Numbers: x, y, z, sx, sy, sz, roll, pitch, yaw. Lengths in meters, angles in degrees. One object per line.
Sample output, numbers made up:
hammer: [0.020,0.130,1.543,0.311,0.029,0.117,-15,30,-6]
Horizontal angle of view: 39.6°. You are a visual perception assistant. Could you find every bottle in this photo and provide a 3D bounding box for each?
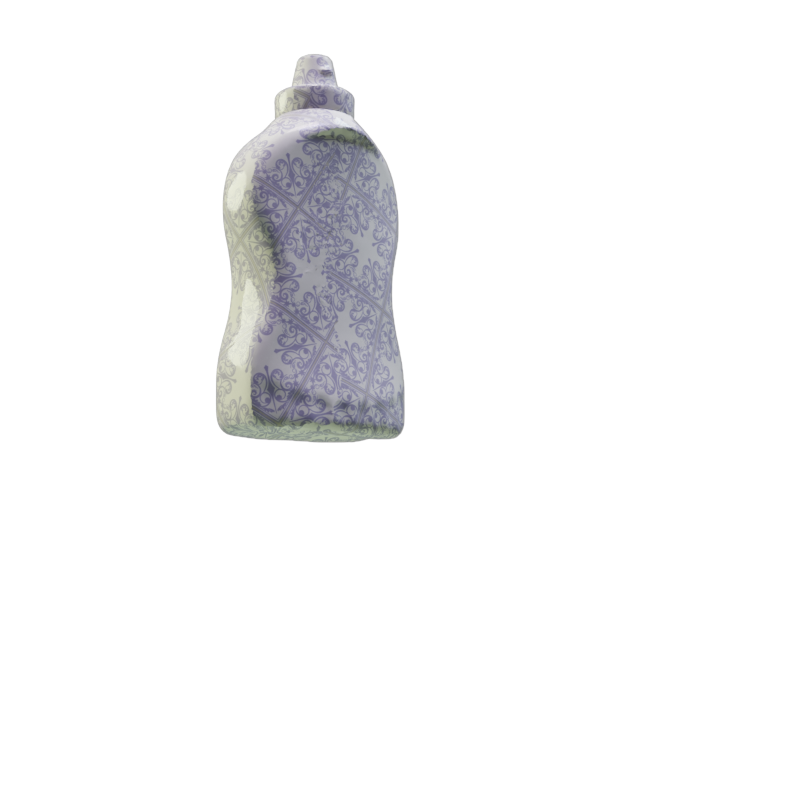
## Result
bottle: [-0.042,-0.078,0.546,0.091,0.198,0.059,9,-16,-38]
